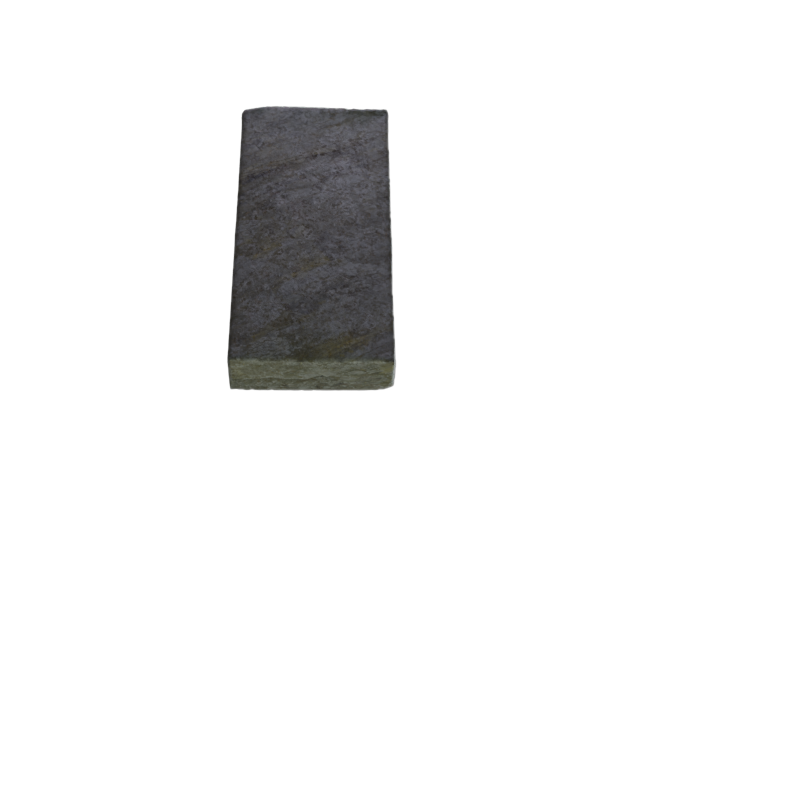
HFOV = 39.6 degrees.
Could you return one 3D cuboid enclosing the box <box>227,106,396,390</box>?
[{"bbox_3d":[-0.051,-0.093,0.652,0.093,0.187,0.045,-1,-28,-3],"label":"box"}]
